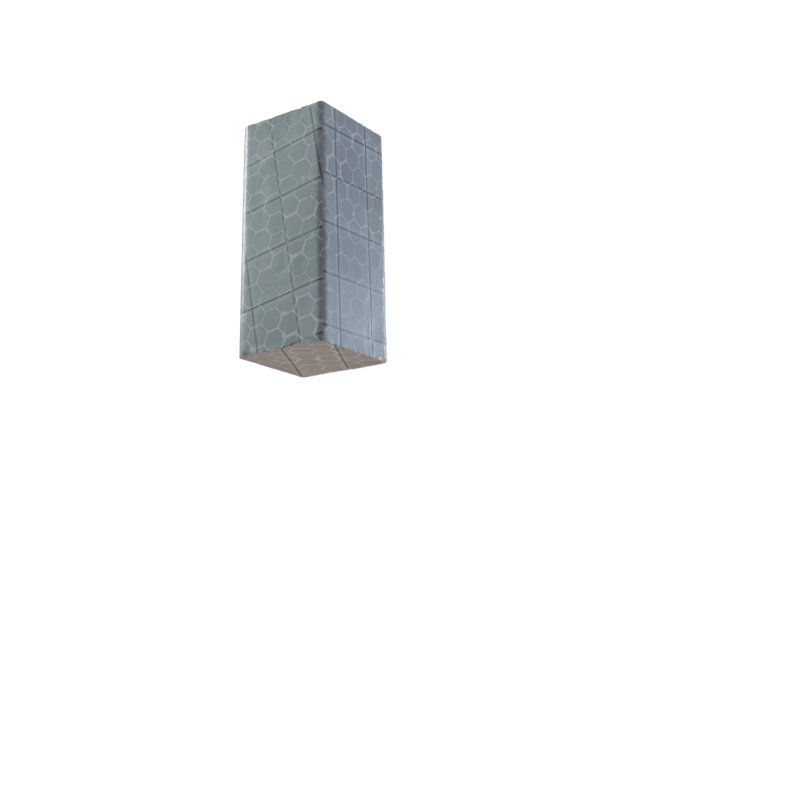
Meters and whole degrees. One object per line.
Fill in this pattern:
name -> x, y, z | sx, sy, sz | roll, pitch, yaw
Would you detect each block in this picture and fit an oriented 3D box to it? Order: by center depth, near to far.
block -> -0.074, -0.133, 0.936 | 0.092, 0.216, 0.085 | -14, -22, 33
